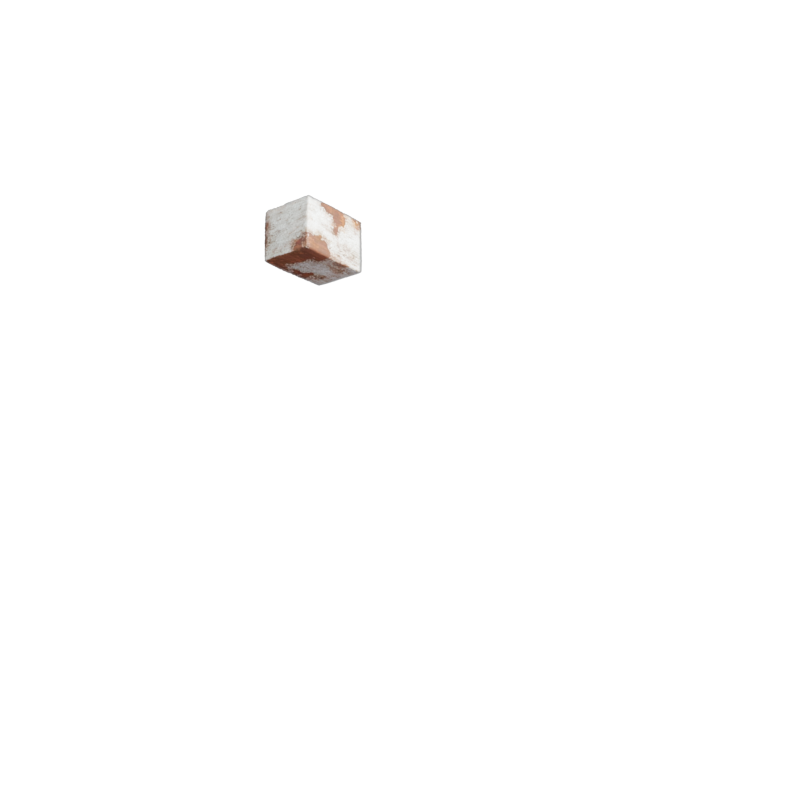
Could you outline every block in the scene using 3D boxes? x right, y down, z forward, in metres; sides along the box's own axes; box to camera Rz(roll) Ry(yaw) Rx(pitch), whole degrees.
[{"bbox_3d":[-0.078,-0.143,0.999,0.053,0.054,0.073,-16,-24,35],"label":"block"}]
